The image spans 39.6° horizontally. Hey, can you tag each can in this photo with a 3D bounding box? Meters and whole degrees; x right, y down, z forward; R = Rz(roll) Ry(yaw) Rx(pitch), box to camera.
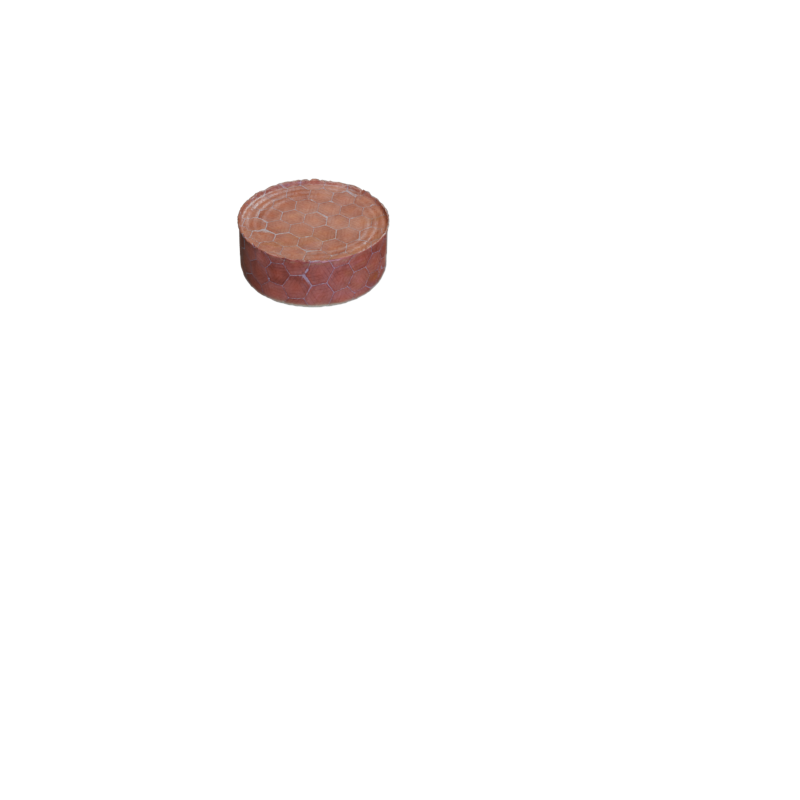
[{"bbox_3d":[-0.050,-0.090,0.632,0.086,0.031,0.092,-1,39,-2],"label":"can"}]
